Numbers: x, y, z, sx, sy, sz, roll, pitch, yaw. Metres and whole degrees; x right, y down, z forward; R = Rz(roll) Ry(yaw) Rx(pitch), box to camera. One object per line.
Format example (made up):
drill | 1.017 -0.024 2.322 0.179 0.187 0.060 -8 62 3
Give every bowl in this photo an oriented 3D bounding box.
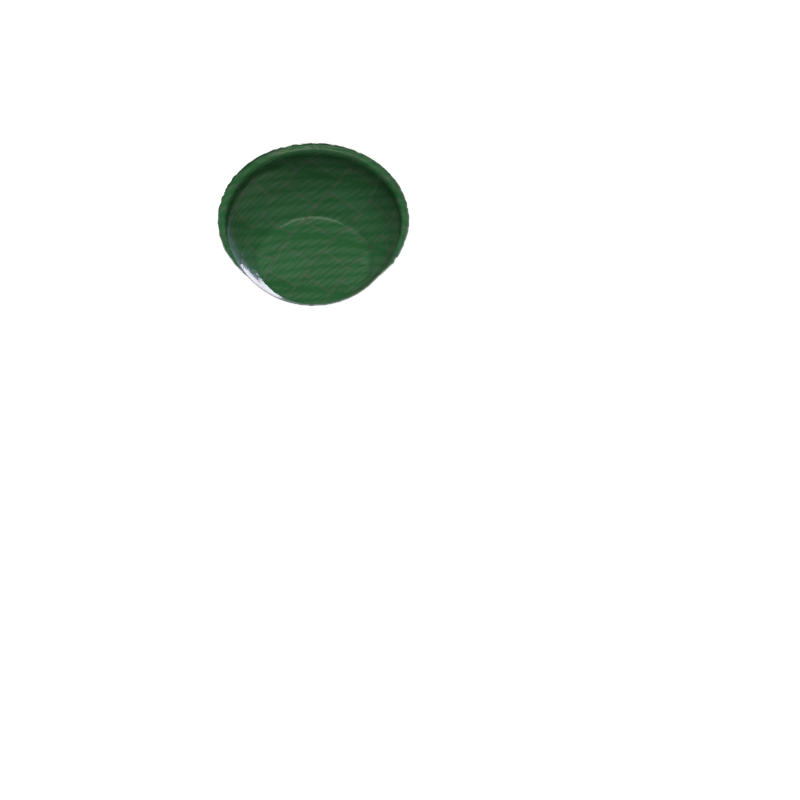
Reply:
bowl | -0.072 -0.131 0.915 0.162 0.151 0.059 1 40 -1
